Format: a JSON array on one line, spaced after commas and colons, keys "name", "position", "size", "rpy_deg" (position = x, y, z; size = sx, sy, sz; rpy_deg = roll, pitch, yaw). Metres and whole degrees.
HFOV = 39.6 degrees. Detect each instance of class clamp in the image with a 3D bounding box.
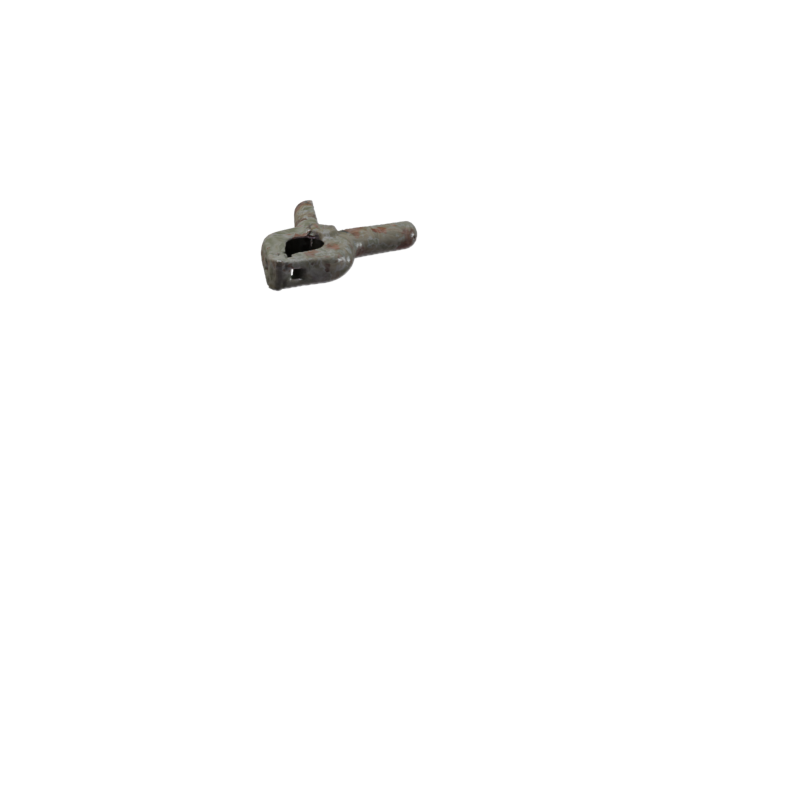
[{"name": "clamp", "position": [-0.076, -0.138, 0.968], "size": [0.126, 0.038, 0.170], "rpy_deg": [14, 26, 30]}]
